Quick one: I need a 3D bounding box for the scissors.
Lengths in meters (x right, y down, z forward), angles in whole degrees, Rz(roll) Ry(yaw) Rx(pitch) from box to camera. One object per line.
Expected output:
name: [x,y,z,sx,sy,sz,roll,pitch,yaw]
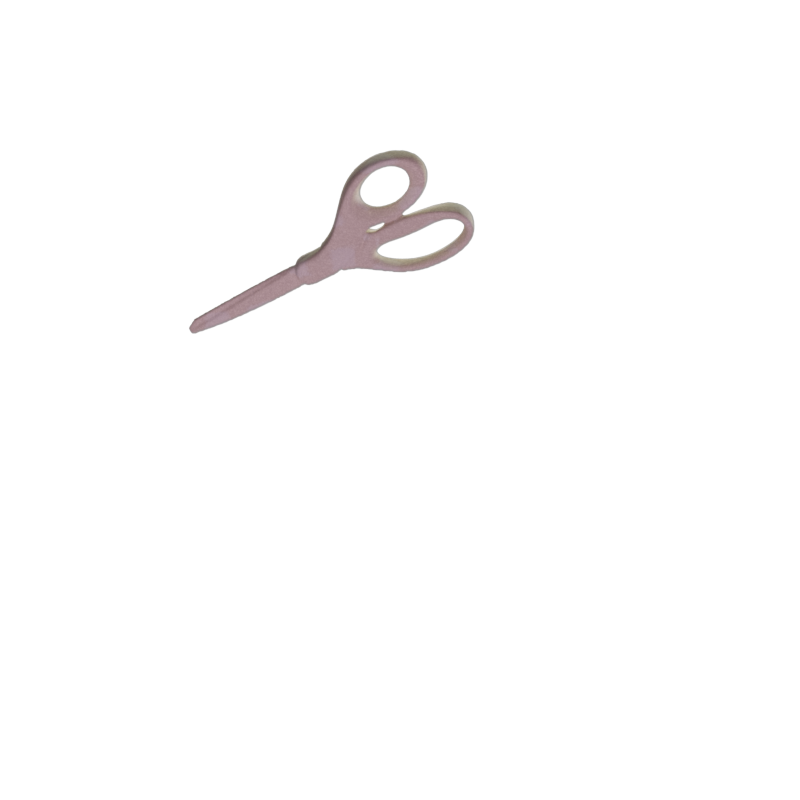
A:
scissors: [-0.055,-0.101,0.704,0.203,0.089,0.017,-13,37,9]
